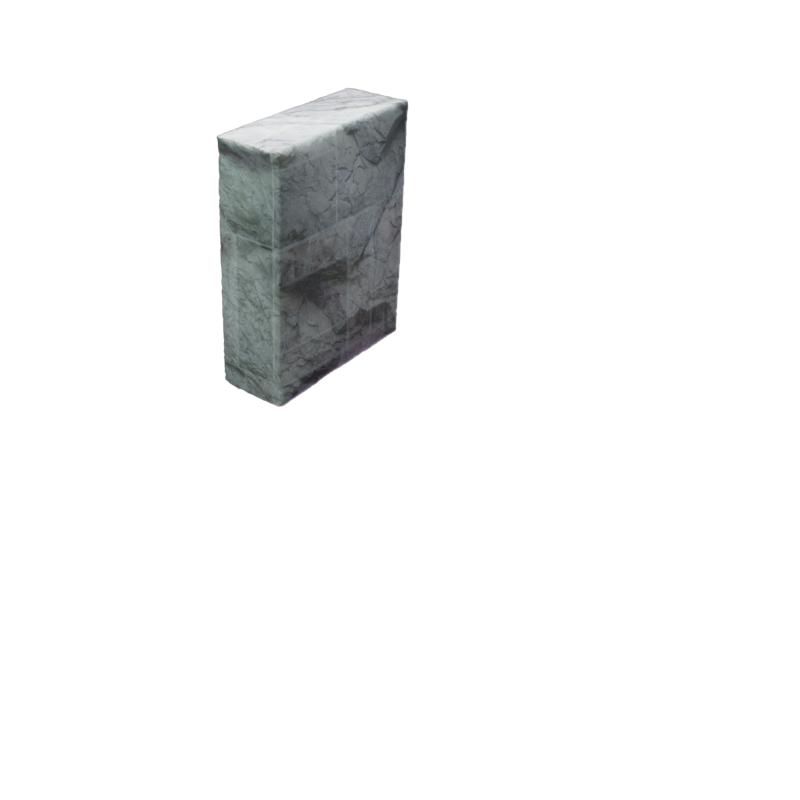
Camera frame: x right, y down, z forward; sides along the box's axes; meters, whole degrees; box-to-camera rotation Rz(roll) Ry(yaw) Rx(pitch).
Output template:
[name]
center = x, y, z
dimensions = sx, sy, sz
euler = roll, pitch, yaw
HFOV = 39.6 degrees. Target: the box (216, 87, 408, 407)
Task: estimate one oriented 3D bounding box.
[box]
center = -0.070, -0.128, 0.893
dimensions = 0.076, 0.202, 0.164
euler = 19, 32, 30
